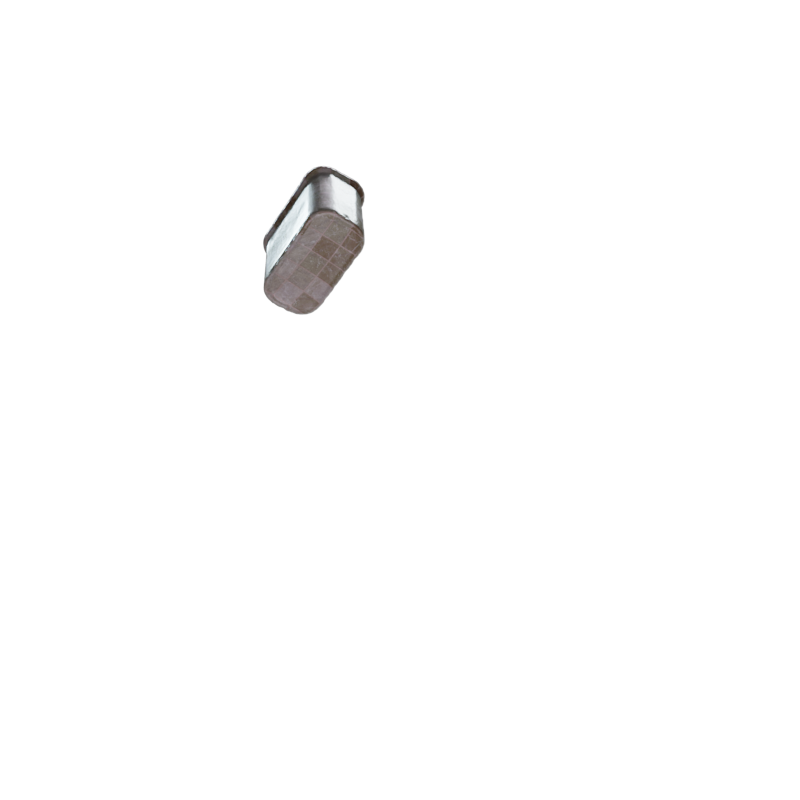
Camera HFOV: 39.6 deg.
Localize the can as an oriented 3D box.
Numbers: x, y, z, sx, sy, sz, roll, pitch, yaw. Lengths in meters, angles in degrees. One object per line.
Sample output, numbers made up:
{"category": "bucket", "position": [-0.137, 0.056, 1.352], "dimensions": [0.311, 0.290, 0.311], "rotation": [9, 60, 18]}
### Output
{"category": "can", "position": [-0.072, -0.132, 0.921], "dimensions": [0.055, 0.099, 0.089], "rotation": [29, 25, -19]}
